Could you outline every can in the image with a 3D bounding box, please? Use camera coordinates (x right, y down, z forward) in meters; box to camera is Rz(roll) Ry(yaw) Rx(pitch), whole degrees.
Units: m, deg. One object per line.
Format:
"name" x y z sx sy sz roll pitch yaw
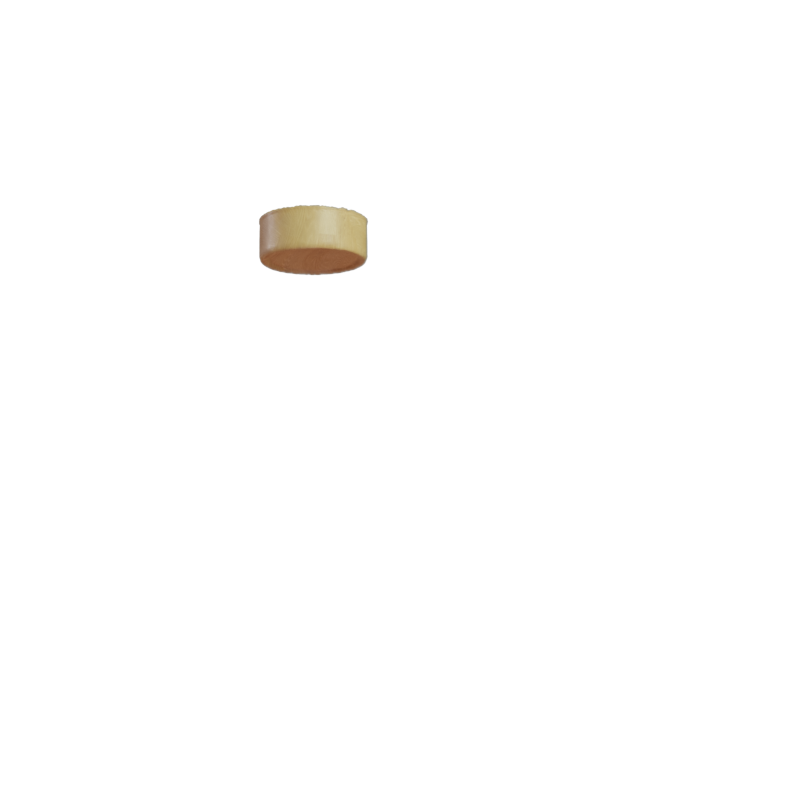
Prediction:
"can" -0.068 -0.124 0.867 0.086 0.035 0.083 0 -9 -2
